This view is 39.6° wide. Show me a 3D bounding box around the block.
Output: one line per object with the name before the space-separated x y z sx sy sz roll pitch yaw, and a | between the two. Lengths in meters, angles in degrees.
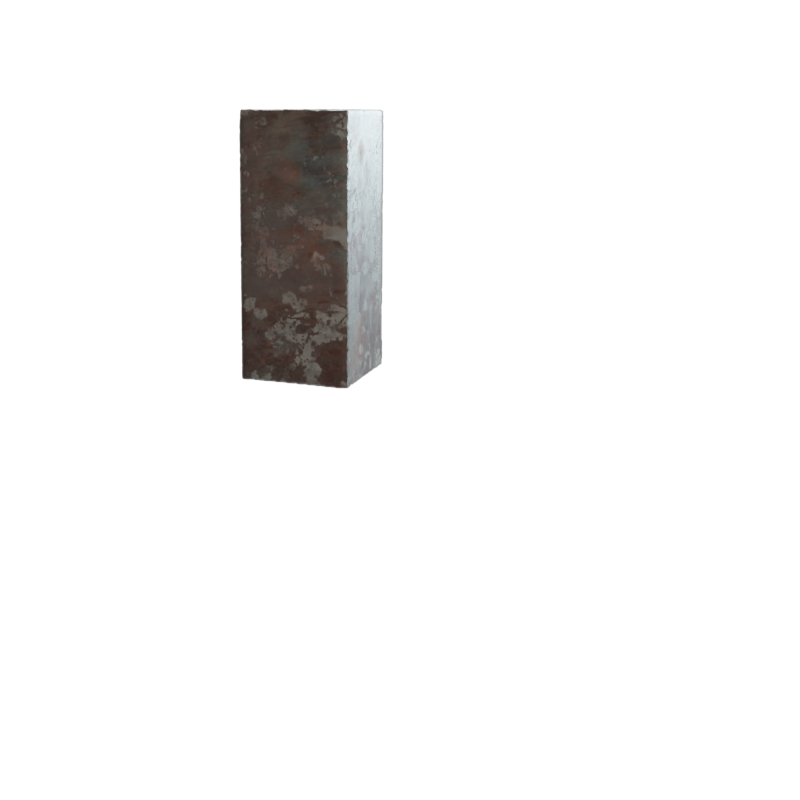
block | -0.068 -0.124 0.867 0.092 0.202 0.090 3 9 18
